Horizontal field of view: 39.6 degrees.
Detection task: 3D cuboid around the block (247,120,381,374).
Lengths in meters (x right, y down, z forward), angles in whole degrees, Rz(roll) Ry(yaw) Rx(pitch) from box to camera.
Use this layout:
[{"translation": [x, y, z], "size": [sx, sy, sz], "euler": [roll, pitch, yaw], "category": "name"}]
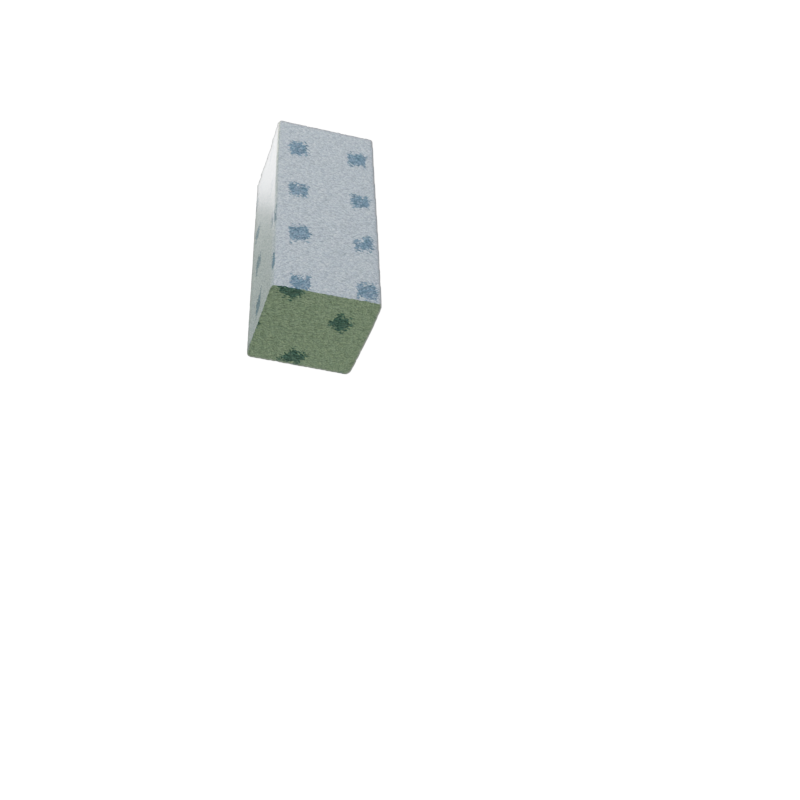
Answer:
[{"translation": [-0.074, -0.135, 0.950], "size": [0.089, 0.221, 0.086], "euler": [10, -44, -14], "category": "block"}]
